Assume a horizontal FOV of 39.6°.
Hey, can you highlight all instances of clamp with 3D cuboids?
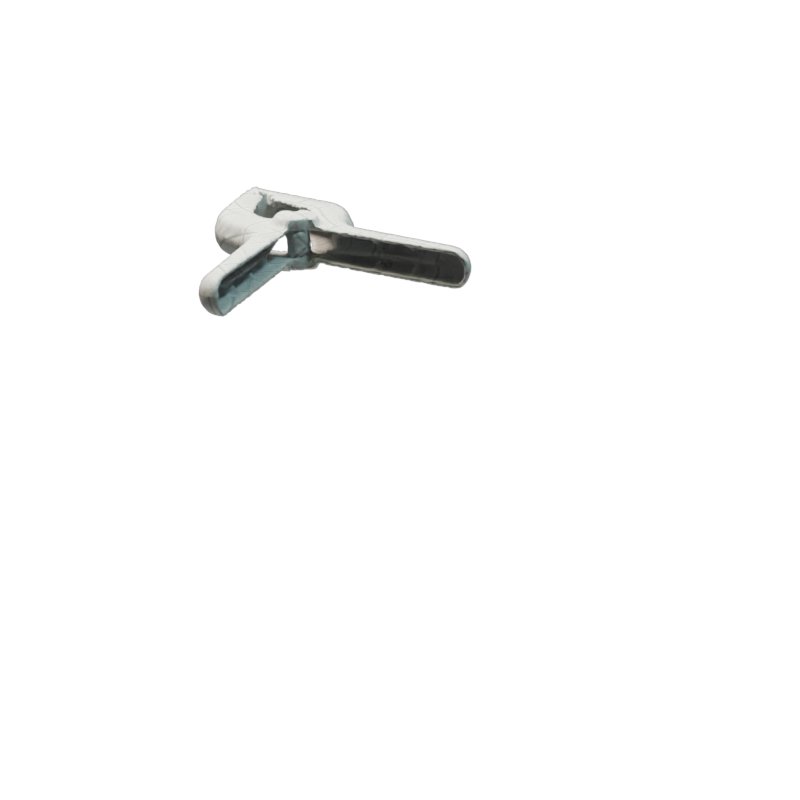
[{"bbox_3d":[-0.057,-0.104,0.727,0.162,0.035,0.222,-5,23,-12],"label":"clamp"}]
